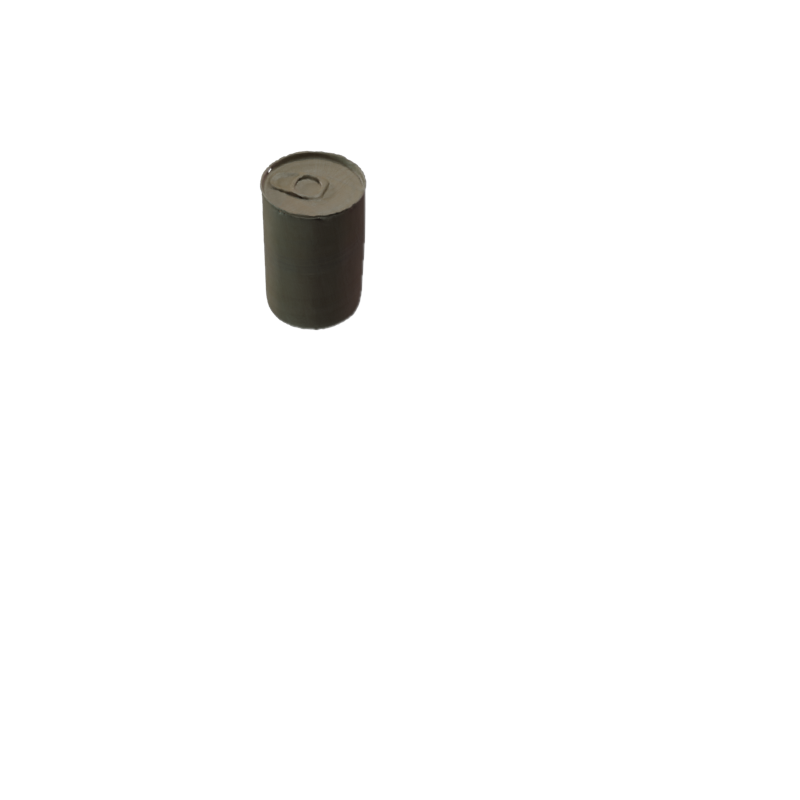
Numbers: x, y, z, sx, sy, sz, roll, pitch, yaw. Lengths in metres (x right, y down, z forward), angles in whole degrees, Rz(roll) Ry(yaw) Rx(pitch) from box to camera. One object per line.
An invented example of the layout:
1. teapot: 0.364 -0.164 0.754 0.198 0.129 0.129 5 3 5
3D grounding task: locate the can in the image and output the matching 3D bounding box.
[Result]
1. can: -0.058 -0.105 0.738 0.068 0.095 0.074 0 45 -3
